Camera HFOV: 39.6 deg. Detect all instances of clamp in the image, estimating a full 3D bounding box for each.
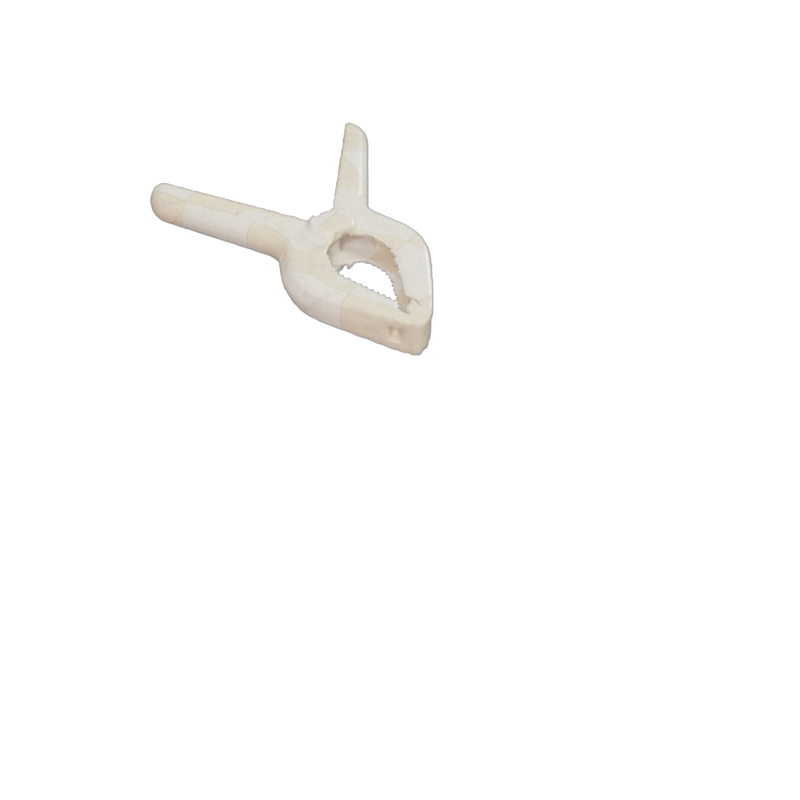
[{"bbox_3d":[-0.055,-0.100,0.702,0.163,0.034,0.227,-19,47,-18],"label":"clamp"}]
